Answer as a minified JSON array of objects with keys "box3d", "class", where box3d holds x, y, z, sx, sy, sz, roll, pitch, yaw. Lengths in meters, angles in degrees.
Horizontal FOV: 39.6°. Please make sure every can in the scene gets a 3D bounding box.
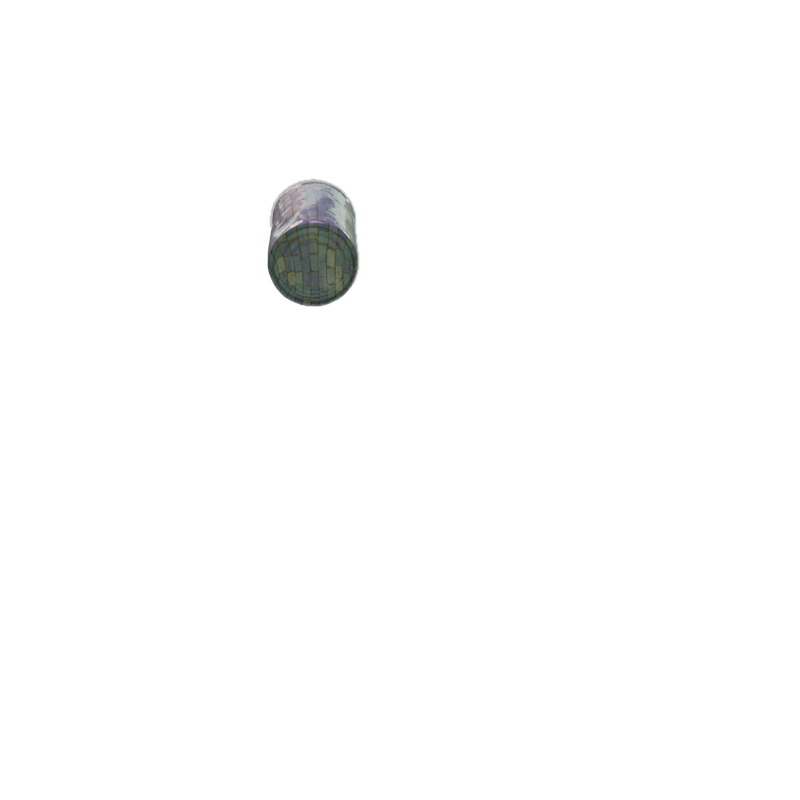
[{"box3d":[-0.066,-0.121,0.849,0.068,0.065,0.108,0,25,-3],"class":"can"}]
